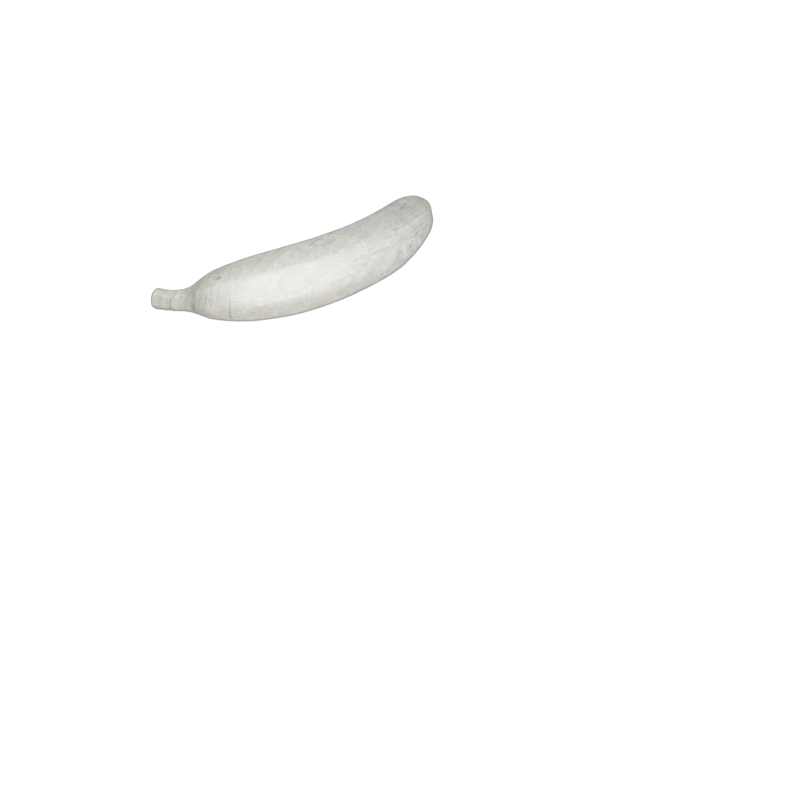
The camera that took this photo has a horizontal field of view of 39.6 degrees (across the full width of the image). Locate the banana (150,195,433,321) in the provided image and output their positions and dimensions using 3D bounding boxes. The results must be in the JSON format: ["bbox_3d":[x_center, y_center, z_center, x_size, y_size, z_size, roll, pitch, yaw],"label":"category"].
[{"bbox_3d":[-0.042,-0.083,0.635,0.195,0.035,0.075,-23,38,-33],"label":"banana"}]
